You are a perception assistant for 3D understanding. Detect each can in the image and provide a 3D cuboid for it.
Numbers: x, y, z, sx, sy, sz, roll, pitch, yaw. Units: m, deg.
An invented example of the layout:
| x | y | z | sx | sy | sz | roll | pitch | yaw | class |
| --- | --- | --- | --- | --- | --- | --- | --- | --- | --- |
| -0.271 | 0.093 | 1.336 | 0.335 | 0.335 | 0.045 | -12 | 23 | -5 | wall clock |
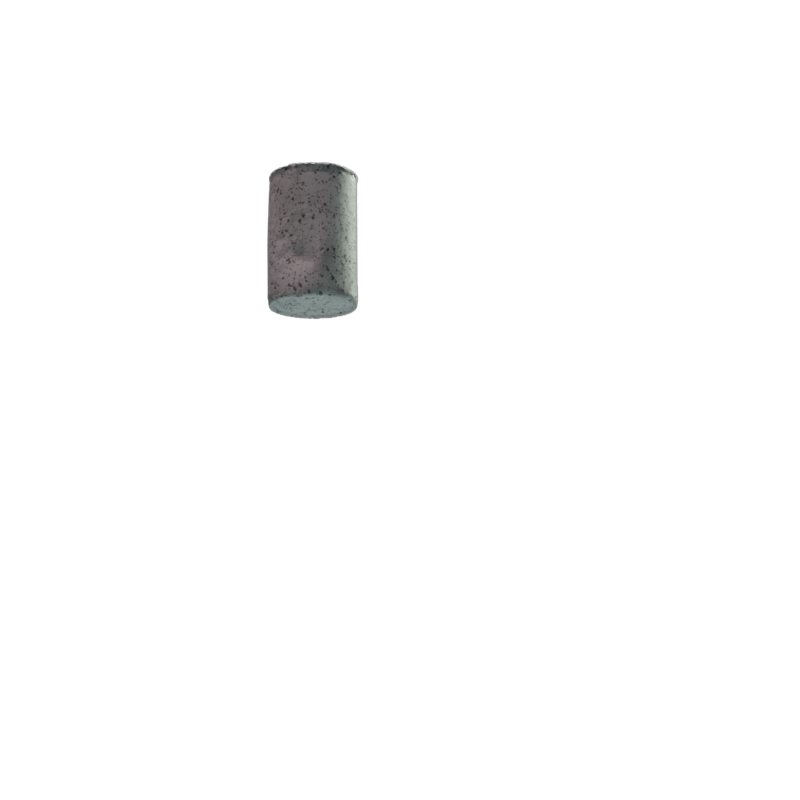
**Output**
| x | y | z | sx | sy | sz | roll | pitch | yaw | class |
| --- | --- | --- | --- | --- | --- | --- | --- | --- | --- |
| -0.065 | -0.118 | 0.825 | 0.068 | 0.107 | 0.066 | 0 | -16 | -2 | can |
